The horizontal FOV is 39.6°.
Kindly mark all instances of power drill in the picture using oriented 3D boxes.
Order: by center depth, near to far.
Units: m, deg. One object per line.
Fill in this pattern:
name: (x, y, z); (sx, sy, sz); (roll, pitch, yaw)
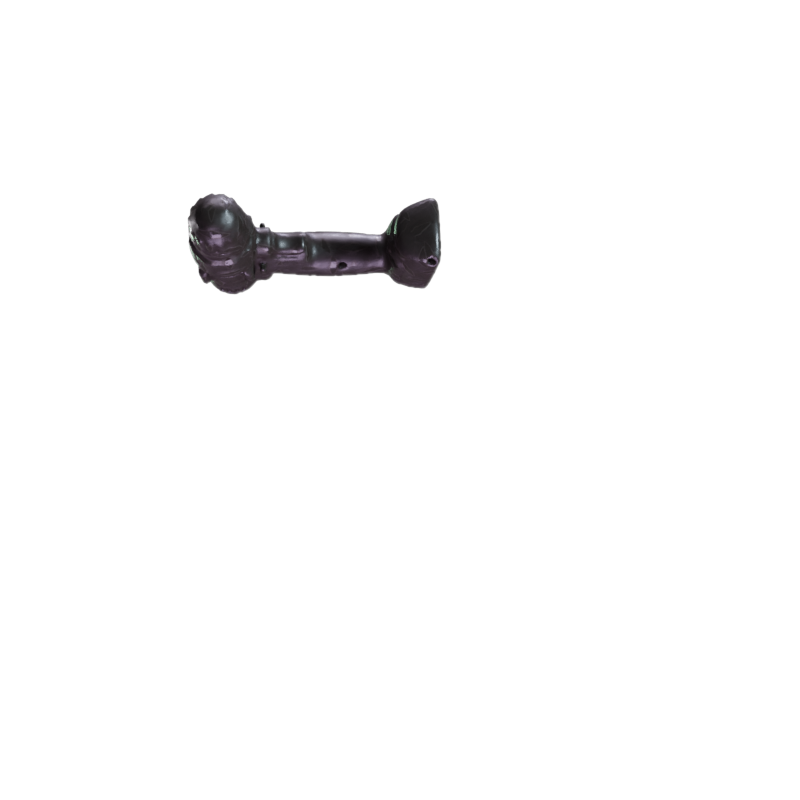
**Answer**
power drill: (-0.066, -0.121, 0.846); (0.187, 0.059, 0.181); (0, -4, -2)
